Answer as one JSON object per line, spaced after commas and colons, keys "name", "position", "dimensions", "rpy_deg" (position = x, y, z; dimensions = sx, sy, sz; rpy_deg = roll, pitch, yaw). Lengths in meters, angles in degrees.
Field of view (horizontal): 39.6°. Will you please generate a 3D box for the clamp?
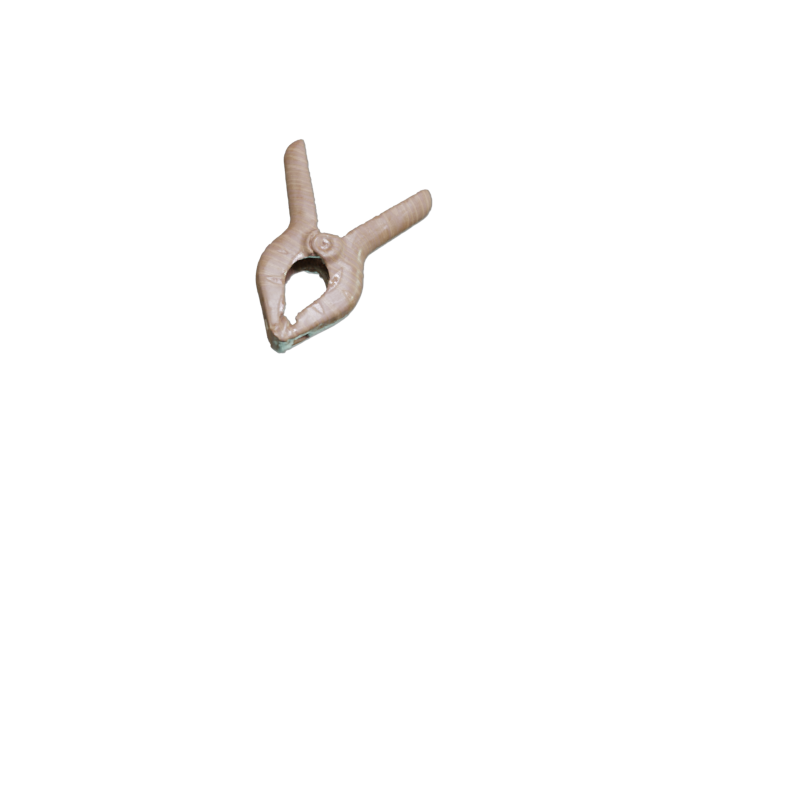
{"name": "clamp", "position": [-0.065, -0.118, 0.828], "dimensions": [0.124, 0.176, 0.037], "rpy_deg": [27, -27, 14]}
